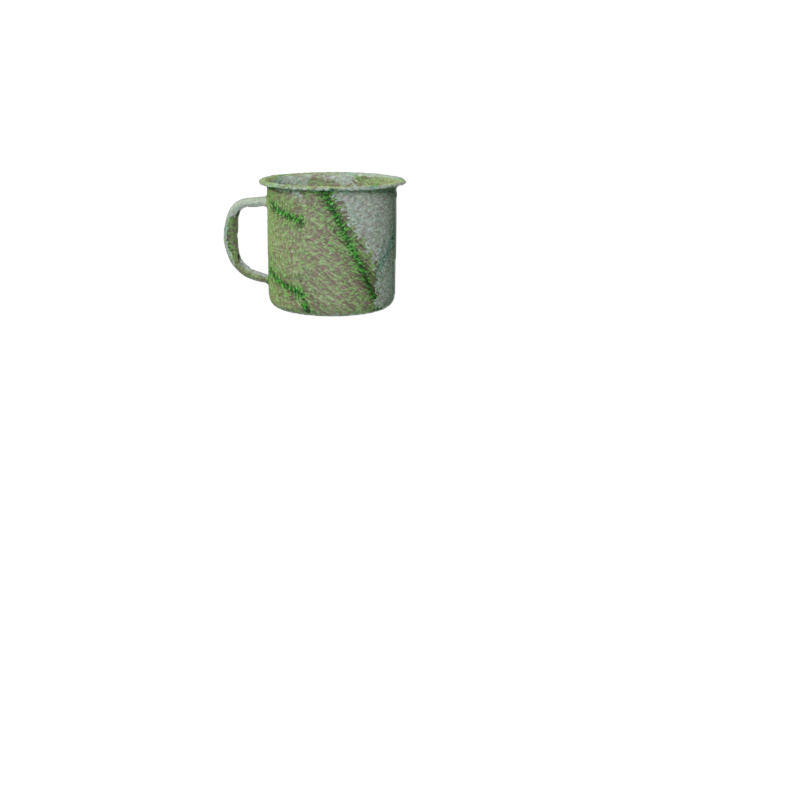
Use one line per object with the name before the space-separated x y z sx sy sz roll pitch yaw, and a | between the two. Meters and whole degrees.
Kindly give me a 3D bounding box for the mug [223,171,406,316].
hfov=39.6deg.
mug | -0.055 -0.101 0.709 0.118 0.079 0.095 2 14 5
